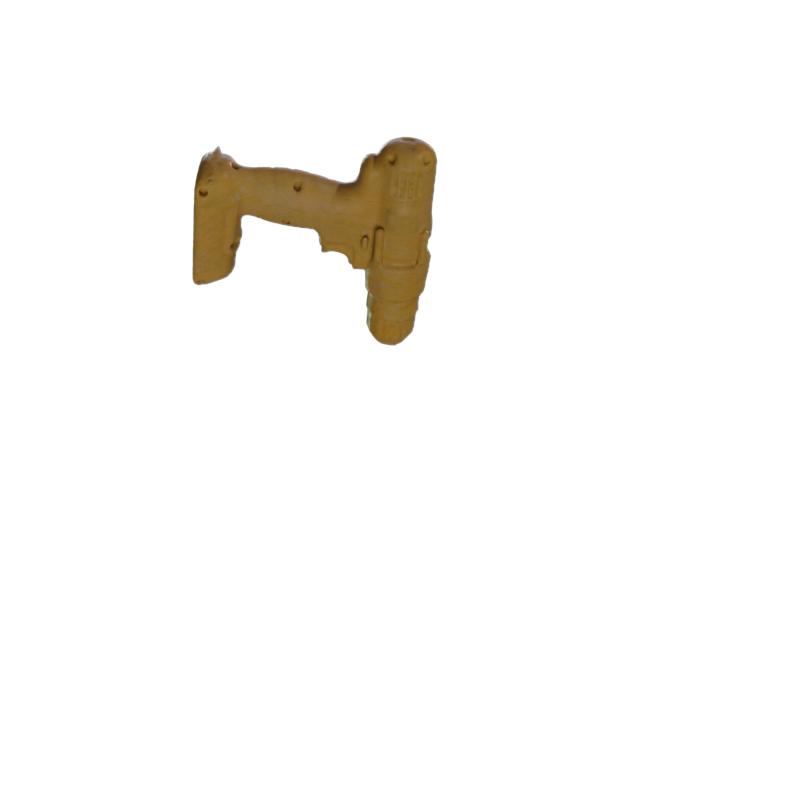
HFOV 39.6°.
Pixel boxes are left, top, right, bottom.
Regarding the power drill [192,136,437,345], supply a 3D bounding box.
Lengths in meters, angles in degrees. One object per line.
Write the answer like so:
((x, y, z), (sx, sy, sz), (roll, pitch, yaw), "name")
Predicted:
((-0.069, -0.125, 0.876), (0.187, 0.173, 0.061), (3, 33, -3), "power drill")
